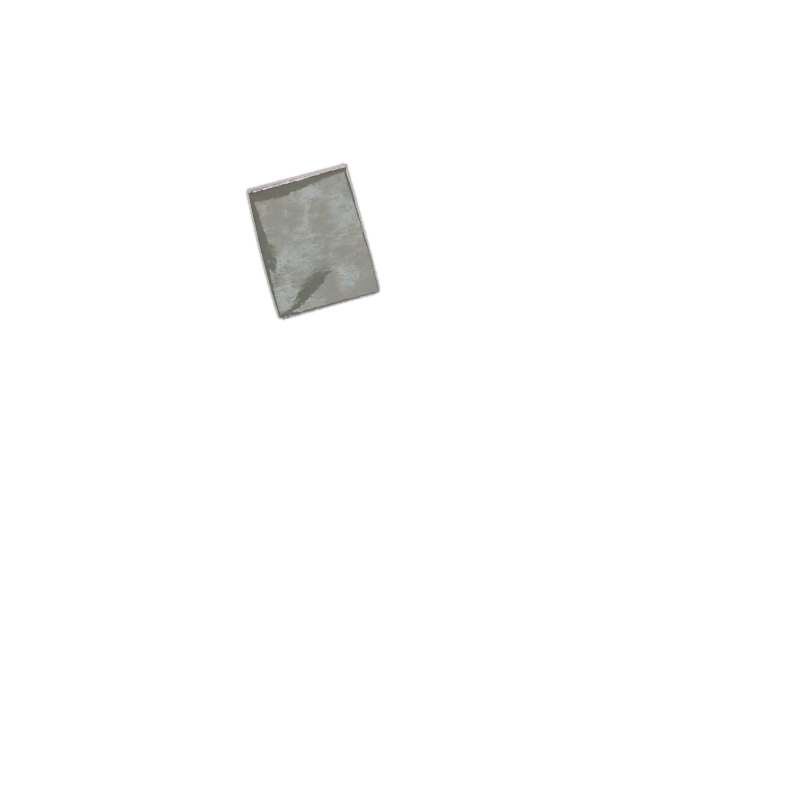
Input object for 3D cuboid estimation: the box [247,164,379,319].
[{"bbox_3d":[-0.074,-0.134,0.938,0.090,0.112,0.040,-14,7,1],"label":"box"}]
